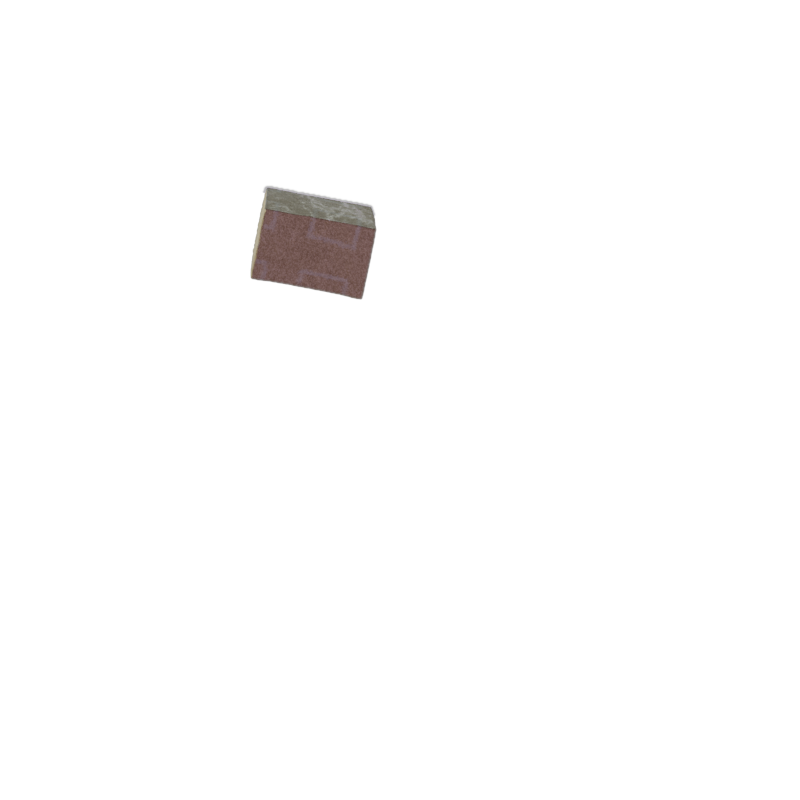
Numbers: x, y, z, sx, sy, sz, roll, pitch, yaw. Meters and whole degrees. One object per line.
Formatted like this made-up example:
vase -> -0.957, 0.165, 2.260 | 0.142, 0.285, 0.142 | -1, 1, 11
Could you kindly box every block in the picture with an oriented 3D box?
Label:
block -> -0.059, -0.108, 0.756 | 0.077, 0.051, 0.054 | 11, 22, -6
